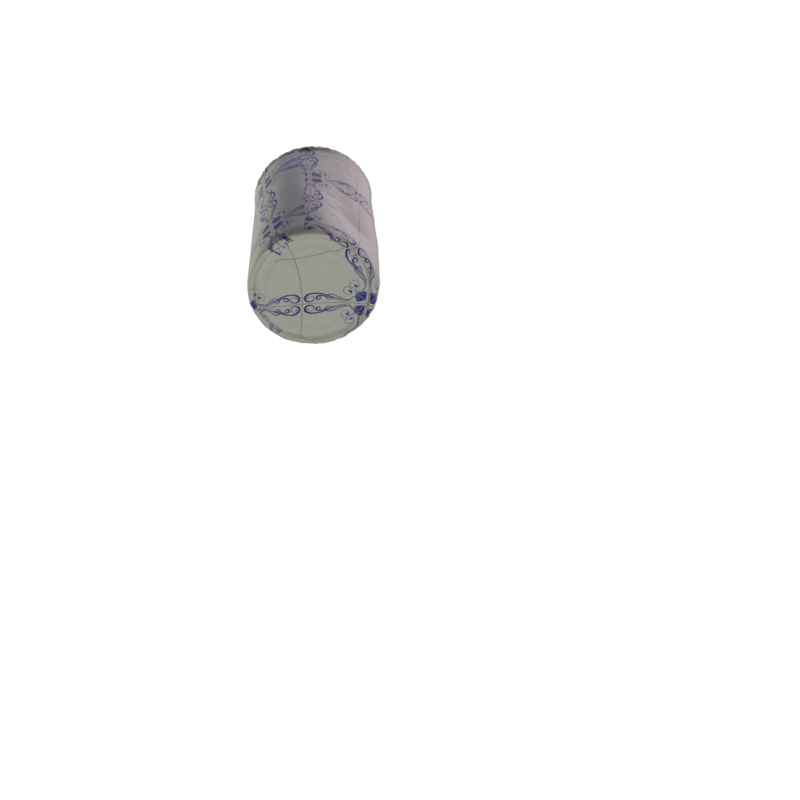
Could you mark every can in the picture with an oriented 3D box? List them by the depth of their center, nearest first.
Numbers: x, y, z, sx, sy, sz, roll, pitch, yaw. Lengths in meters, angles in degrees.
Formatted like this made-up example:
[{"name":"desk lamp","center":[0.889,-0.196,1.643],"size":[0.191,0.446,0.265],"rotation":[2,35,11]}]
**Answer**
[{"name":"can","center":[-0.047,-0.085,0.597],"size":[0.068,0.064,0.109],"rotation":[-1,34,-3]}]
